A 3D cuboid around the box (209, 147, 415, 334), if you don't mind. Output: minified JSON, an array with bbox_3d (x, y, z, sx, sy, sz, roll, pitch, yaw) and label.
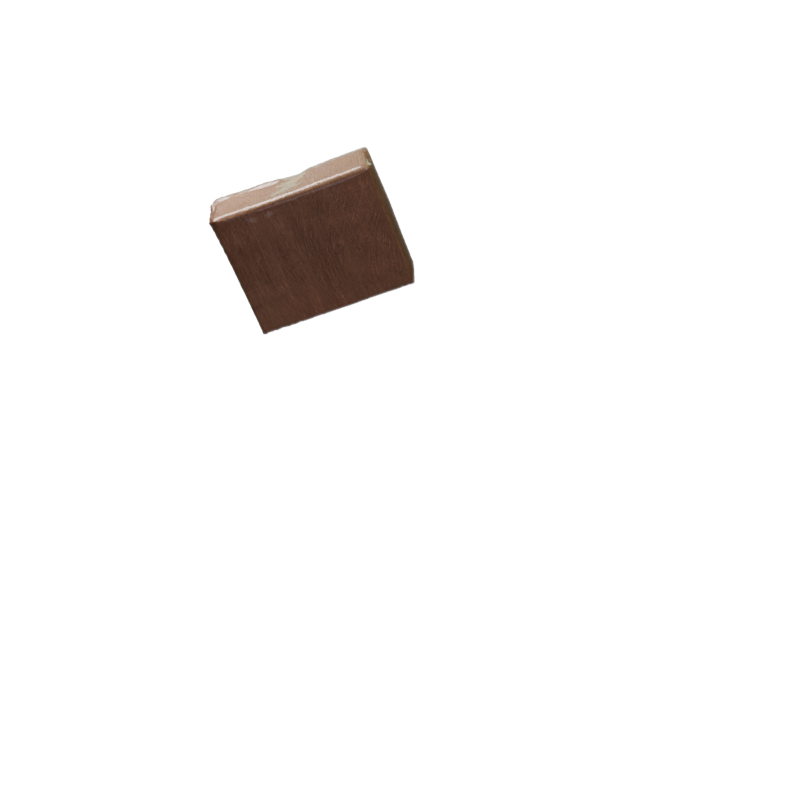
[{"bbox_3d":[-0.046,-0.083,0.583,0.090,0.068,0.032,-18,30,10],"label":"box"}]
